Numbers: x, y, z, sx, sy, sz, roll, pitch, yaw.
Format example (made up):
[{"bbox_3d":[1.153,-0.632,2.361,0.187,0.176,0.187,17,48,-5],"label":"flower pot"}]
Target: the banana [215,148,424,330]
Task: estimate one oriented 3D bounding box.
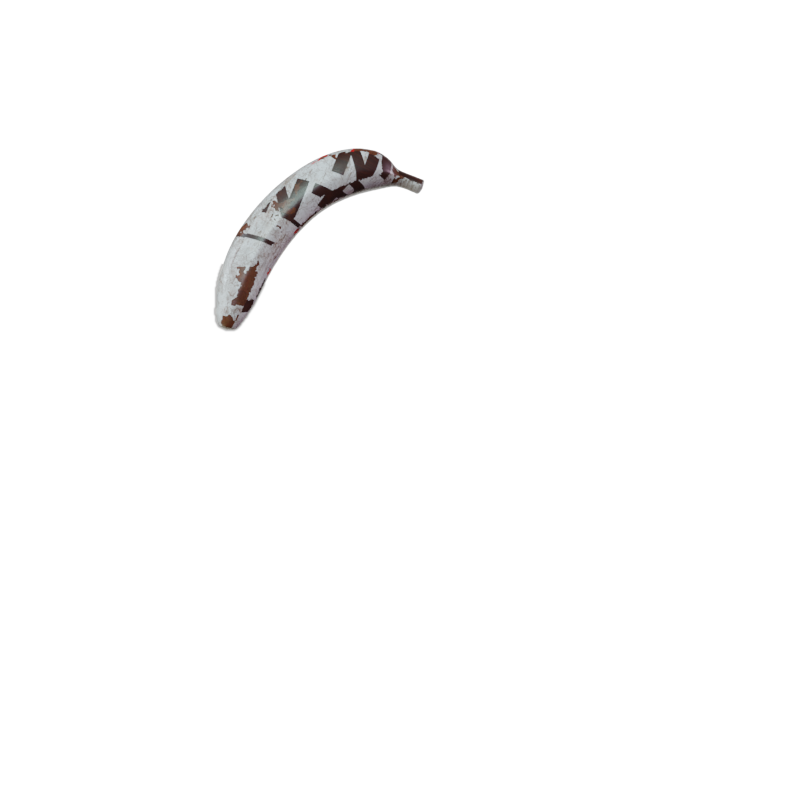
[{"bbox_3d":[-0.075,-0.135,0.841,0.199,0.073,0.035,-39,-16,-15],"label":"banana"}]
